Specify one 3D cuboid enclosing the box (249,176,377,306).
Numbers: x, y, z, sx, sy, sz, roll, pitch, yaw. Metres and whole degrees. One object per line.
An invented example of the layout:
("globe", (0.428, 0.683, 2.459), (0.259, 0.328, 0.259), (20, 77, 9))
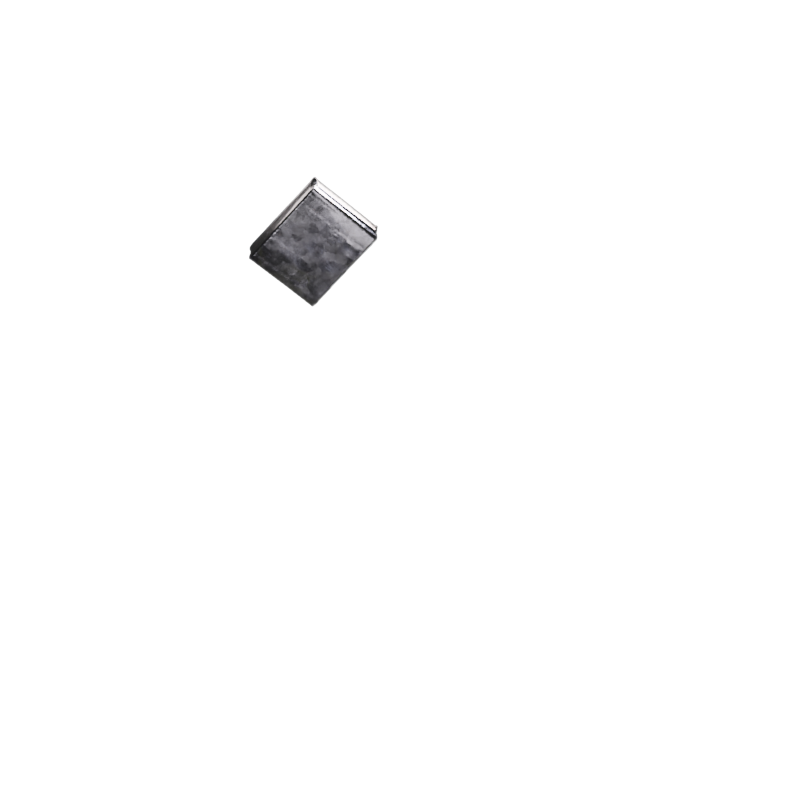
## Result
("box", (-0.075, -0.136, 0.954), (0.070, 0.088, 0.032), (38, 20, -18))
